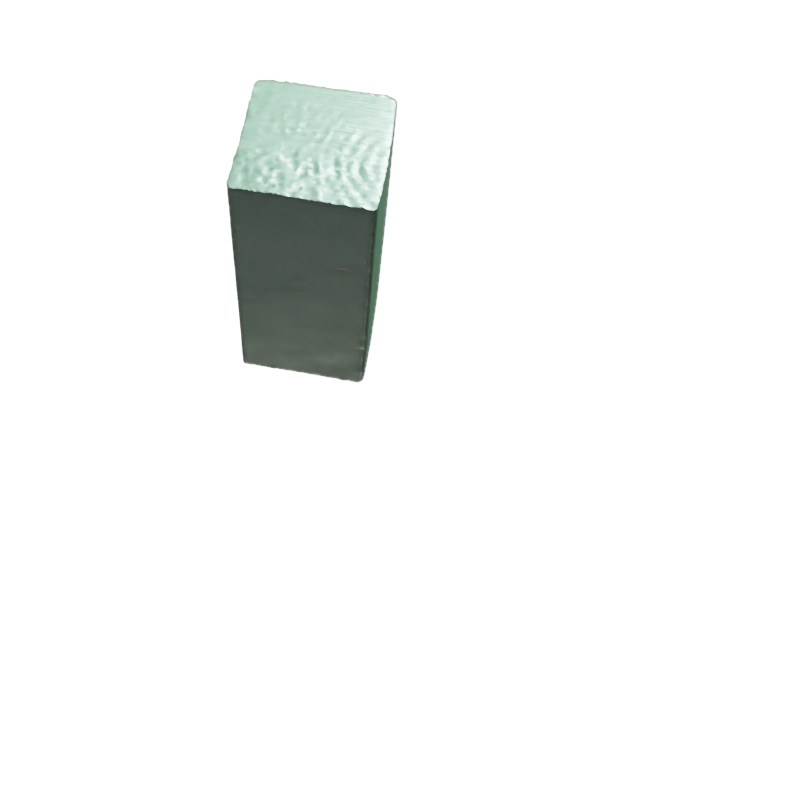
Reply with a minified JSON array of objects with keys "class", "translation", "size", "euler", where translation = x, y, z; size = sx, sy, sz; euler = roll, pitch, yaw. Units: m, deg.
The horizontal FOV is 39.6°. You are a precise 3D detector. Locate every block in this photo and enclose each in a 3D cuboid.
[{"class":"block","translation":[-0.057,-0.106,0.738],"size":[0.091,0.095,0.193],"euler":[9,-30,2]}]
